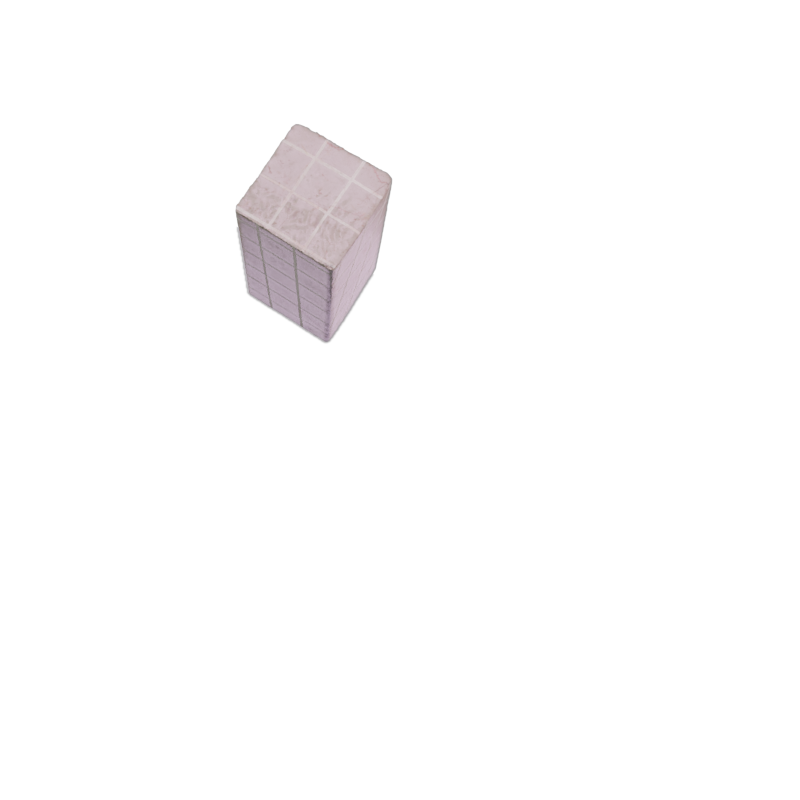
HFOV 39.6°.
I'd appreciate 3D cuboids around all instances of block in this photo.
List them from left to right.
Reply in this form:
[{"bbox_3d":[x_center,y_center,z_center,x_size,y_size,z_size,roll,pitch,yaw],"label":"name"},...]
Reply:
[{"bbox_3d":[-0.072,-0.132,0.924,0.092,0.092,0.199,32,-14,4],"label":"block"}]
